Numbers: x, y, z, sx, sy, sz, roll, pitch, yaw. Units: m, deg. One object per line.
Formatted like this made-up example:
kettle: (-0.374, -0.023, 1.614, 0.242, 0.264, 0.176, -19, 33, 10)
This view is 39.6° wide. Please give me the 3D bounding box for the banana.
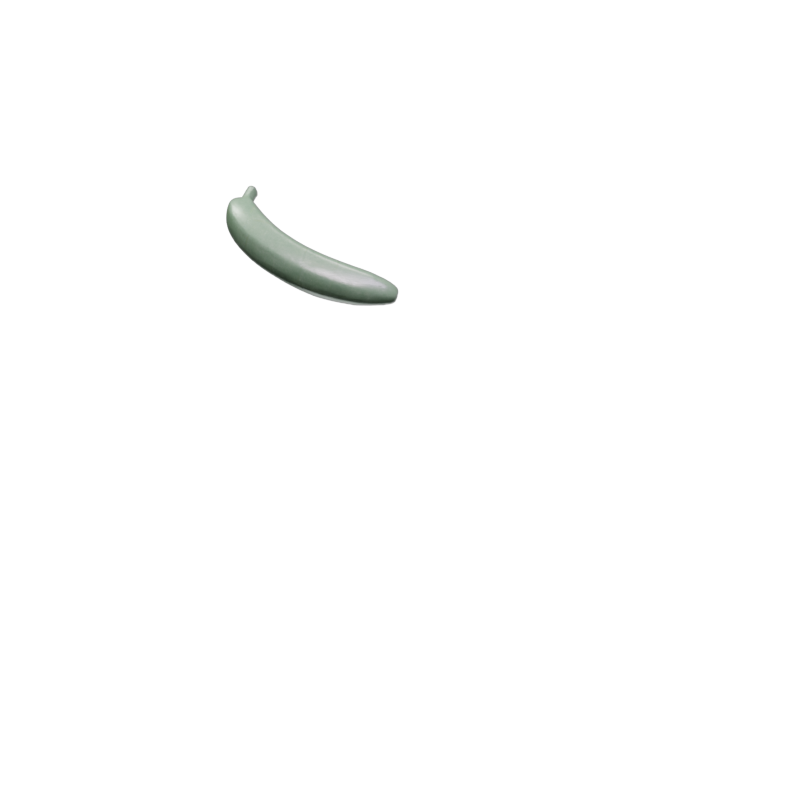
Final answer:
banana: (-0.092, -0.132, 0.973, 0.070, 0.034, 0.211, -35, 57, -27)
